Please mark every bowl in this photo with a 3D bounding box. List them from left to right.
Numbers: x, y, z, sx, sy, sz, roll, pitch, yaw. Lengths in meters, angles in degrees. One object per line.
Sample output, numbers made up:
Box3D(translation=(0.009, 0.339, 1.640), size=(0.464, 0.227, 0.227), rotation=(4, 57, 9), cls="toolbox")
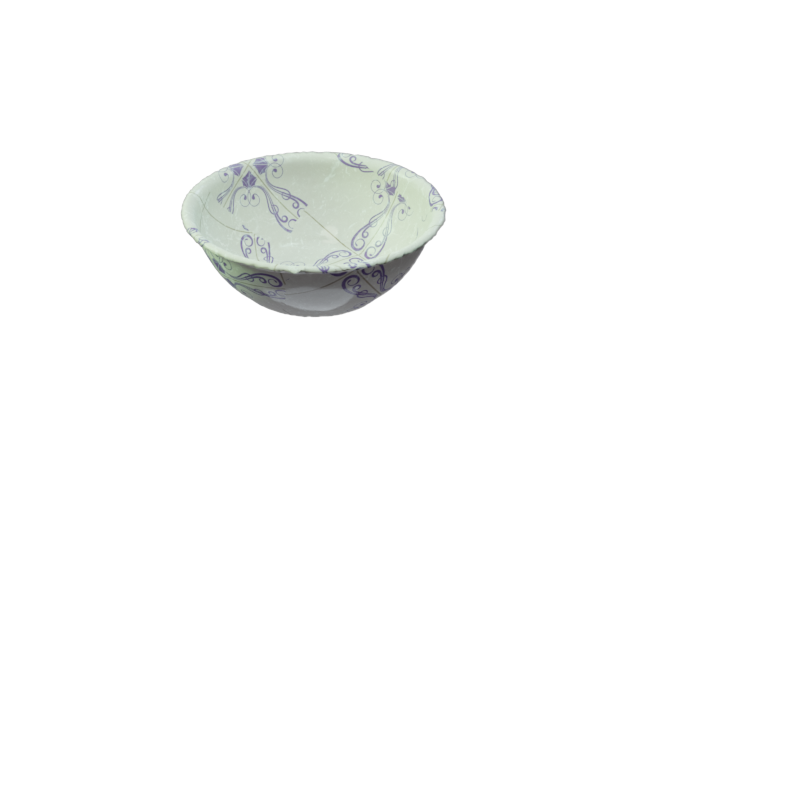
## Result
Box3D(translation=(-0.054, -0.098, 0.690), size=(0.162, 0.052, 0.173), rotation=(-1, 34, -2), cls="bowl")
